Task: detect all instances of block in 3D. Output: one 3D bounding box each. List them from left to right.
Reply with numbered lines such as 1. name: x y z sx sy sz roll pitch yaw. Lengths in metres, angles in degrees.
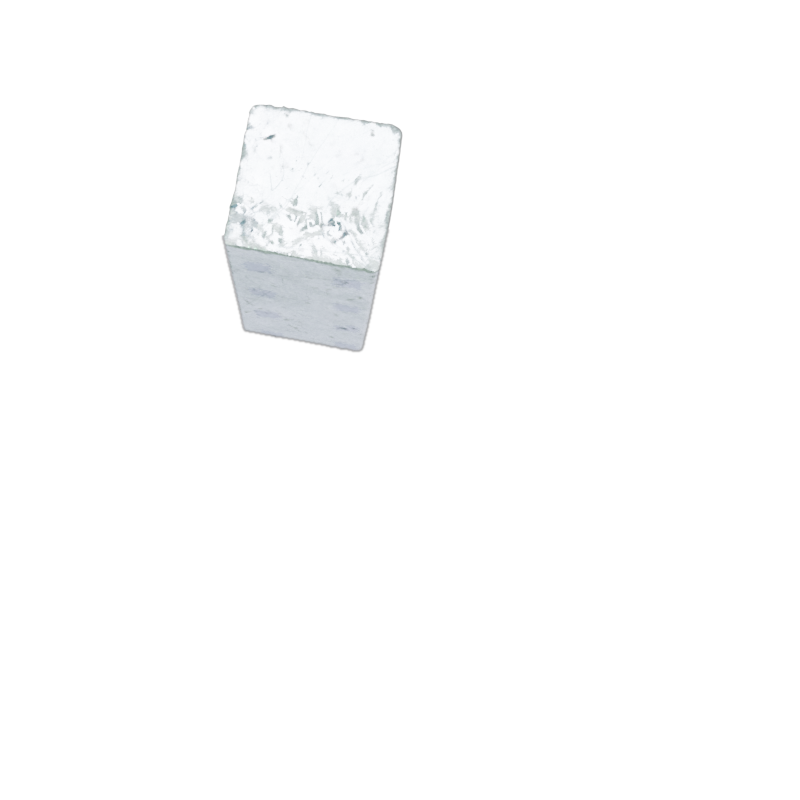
1. block: -0.056 -0.103 0.719 0.091 0.093 0.200 10 -12 -2
